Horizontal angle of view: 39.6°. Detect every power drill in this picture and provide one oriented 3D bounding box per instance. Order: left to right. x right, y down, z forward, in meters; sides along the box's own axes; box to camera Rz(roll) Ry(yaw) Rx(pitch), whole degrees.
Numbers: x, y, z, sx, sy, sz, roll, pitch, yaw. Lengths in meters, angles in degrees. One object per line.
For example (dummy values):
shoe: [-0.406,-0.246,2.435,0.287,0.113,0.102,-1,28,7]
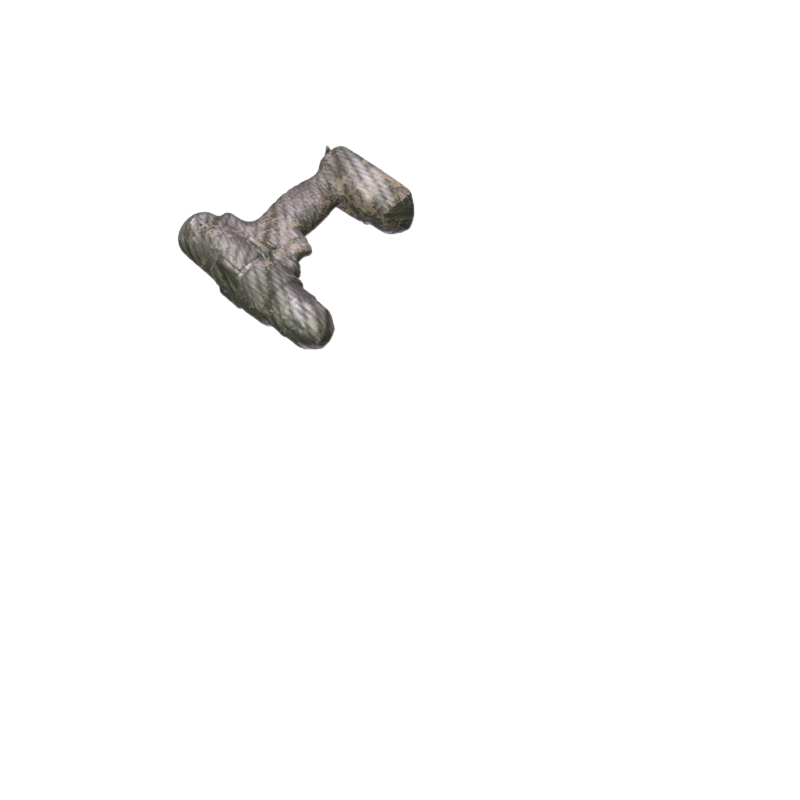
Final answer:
power drill: [-0.077,-0.141,0.989,0.189,0.053,0.197,-36,58,-27]
